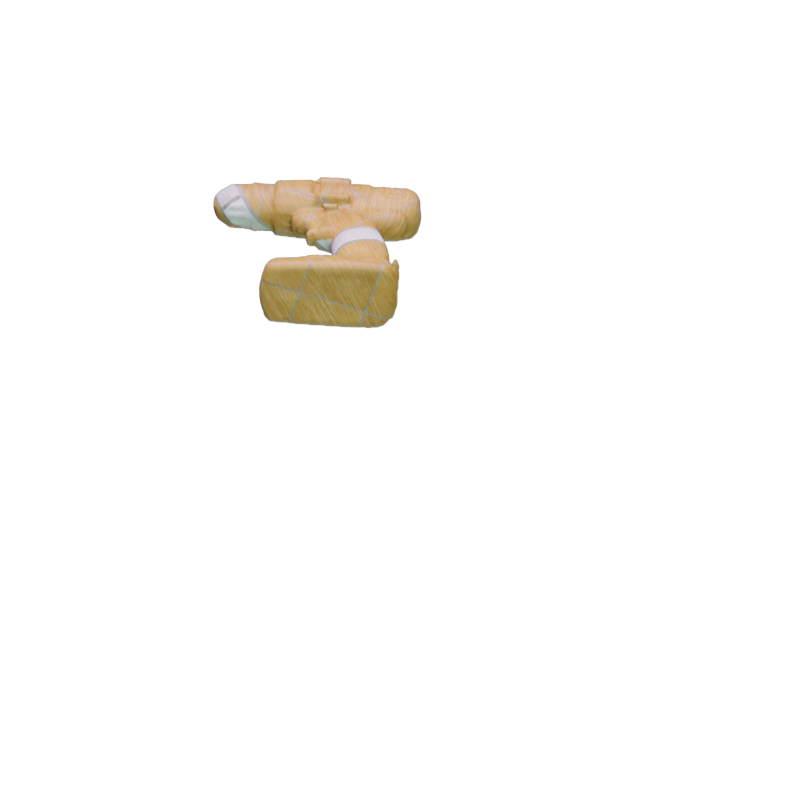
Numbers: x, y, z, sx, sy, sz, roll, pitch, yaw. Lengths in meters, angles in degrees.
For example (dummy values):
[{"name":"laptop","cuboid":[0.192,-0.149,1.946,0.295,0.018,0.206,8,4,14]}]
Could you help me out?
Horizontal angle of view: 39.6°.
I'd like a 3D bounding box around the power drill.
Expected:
[{"name":"power drill","cuboid":[-0.072,-0.132,0.923,0.185,0.054,0.199,1,33,0]}]
